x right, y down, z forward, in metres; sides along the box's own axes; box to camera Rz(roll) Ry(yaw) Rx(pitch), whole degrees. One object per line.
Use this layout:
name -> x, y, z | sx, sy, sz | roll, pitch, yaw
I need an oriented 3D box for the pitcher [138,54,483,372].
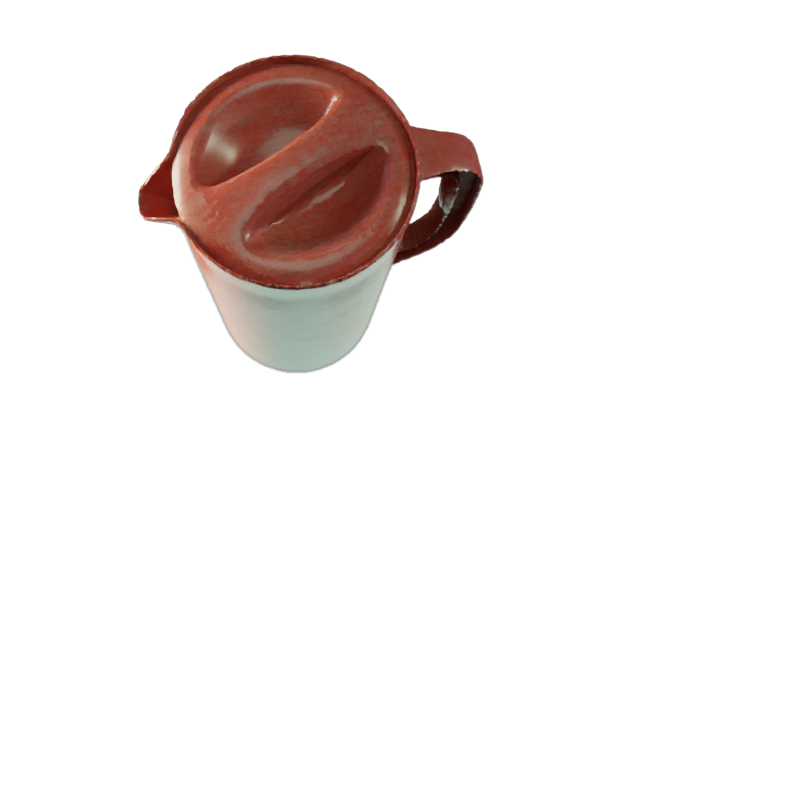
pitcher -> -0.053, -0.097, 0.682 | 0.152, 0.148, 0.234 | 33, -14, 6
